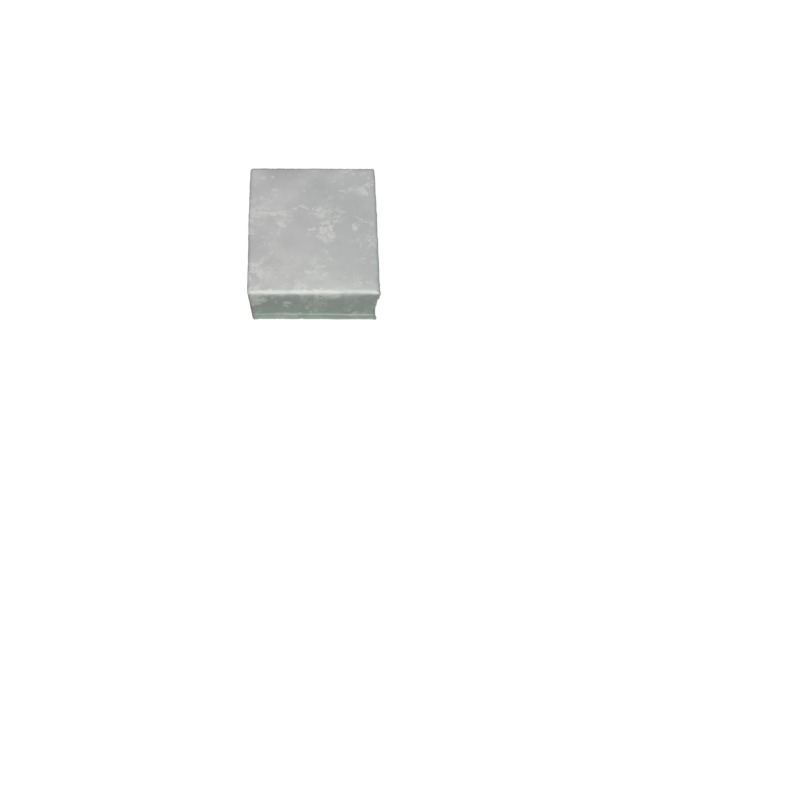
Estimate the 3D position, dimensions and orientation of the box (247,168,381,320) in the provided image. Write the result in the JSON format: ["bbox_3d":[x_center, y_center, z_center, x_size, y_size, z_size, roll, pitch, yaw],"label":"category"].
[{"bbox_3d":[-0.061,-0.111,0.779,0.090,0.121,0.036,-2,-32,-2],"label":"box"}]
